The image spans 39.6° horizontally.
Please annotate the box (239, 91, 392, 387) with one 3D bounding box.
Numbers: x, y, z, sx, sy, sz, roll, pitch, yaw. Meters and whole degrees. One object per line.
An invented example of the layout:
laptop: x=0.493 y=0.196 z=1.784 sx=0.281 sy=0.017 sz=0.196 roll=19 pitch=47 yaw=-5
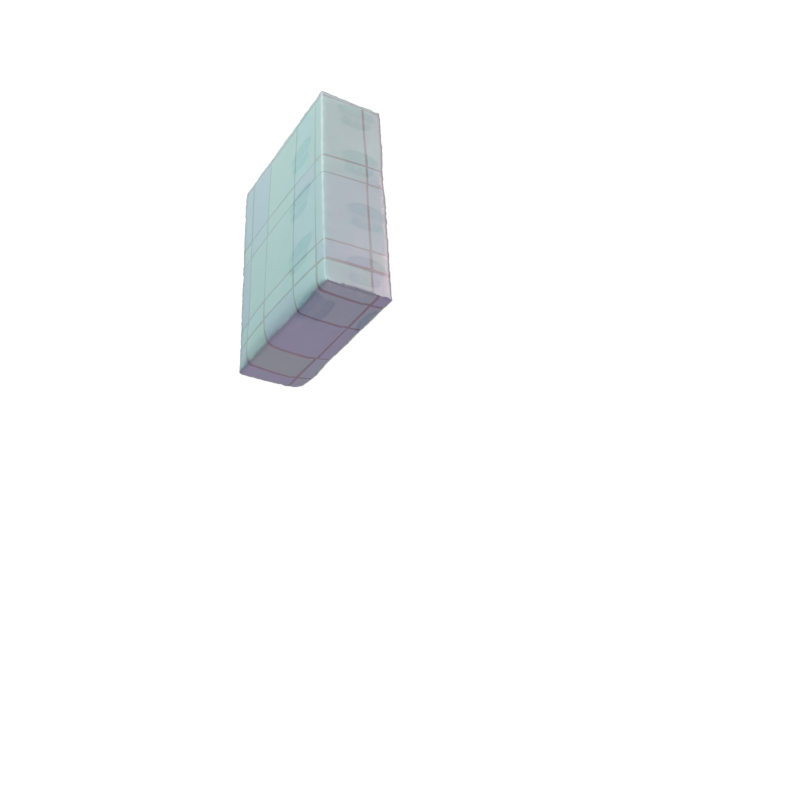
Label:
box: x=-0.078 y=-0.143 z=0.999 sx=0.069 sy=0.229 sz=0.160 roll=18 pitch=-39 yaw=-26
